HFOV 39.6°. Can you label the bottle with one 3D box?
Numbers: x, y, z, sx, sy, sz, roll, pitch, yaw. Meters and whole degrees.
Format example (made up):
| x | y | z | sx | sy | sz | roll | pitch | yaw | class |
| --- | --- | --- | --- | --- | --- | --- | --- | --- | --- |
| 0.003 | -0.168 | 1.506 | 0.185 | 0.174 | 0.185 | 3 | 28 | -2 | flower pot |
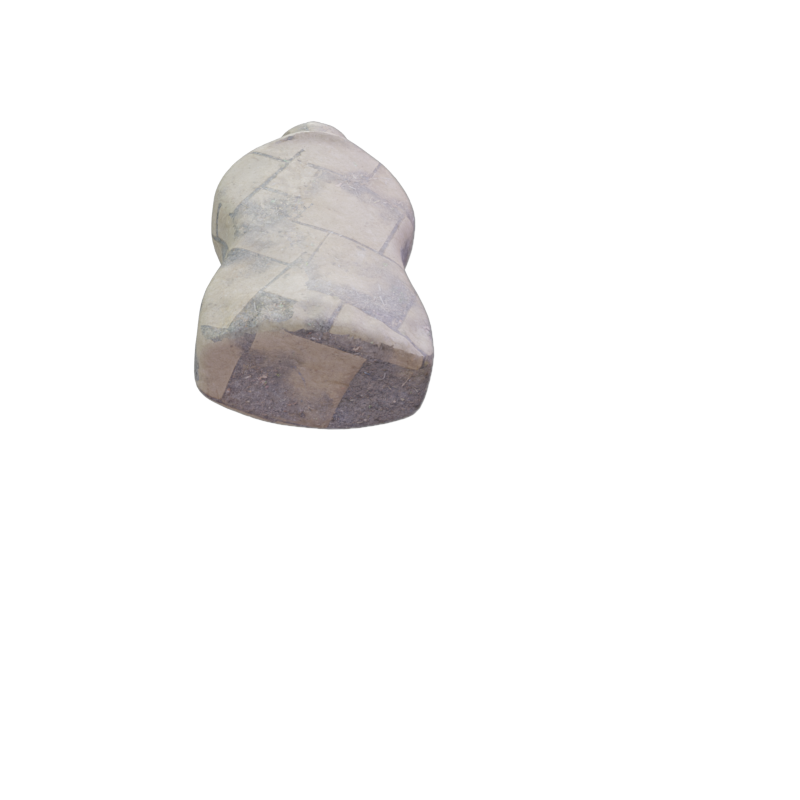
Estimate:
| x | y | z | sx | sy | sz | roll | pitch | yaw | class |
| --- | --- | --- | --- | --- | --- | --- | --- | --- | --- |
| -0.040 | -0.074 | 0.514 | 0.095 | 0.055 | 0.206 | 3 | 40 | -6 | bottle |
